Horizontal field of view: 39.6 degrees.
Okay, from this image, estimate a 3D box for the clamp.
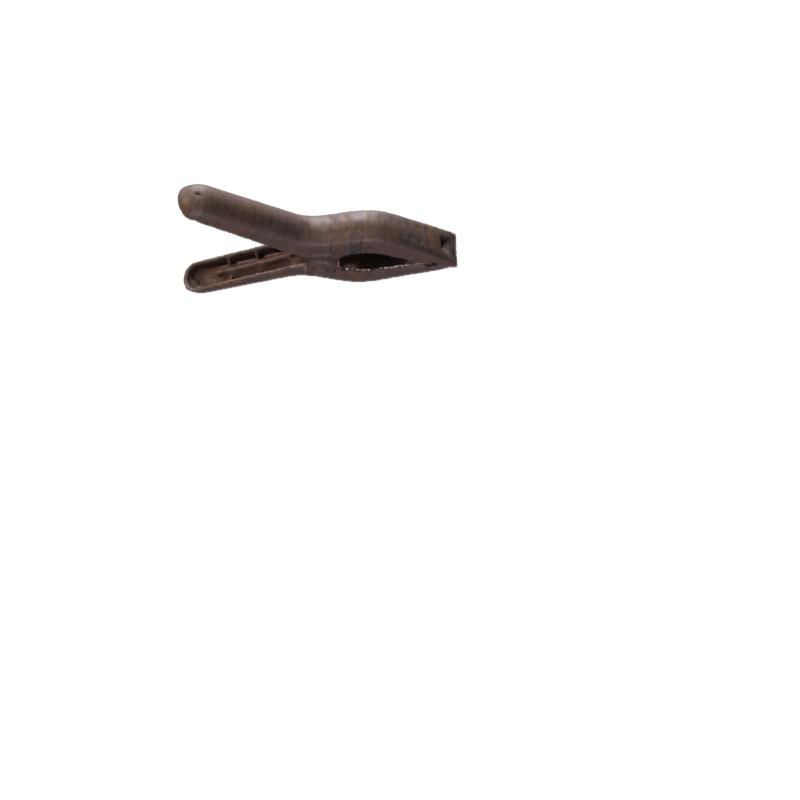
[{"bbox_3d":[-0.063,-0.114,0.801,0.210,0.038,0.158,0,-14,1],"label":"clamp"}]
